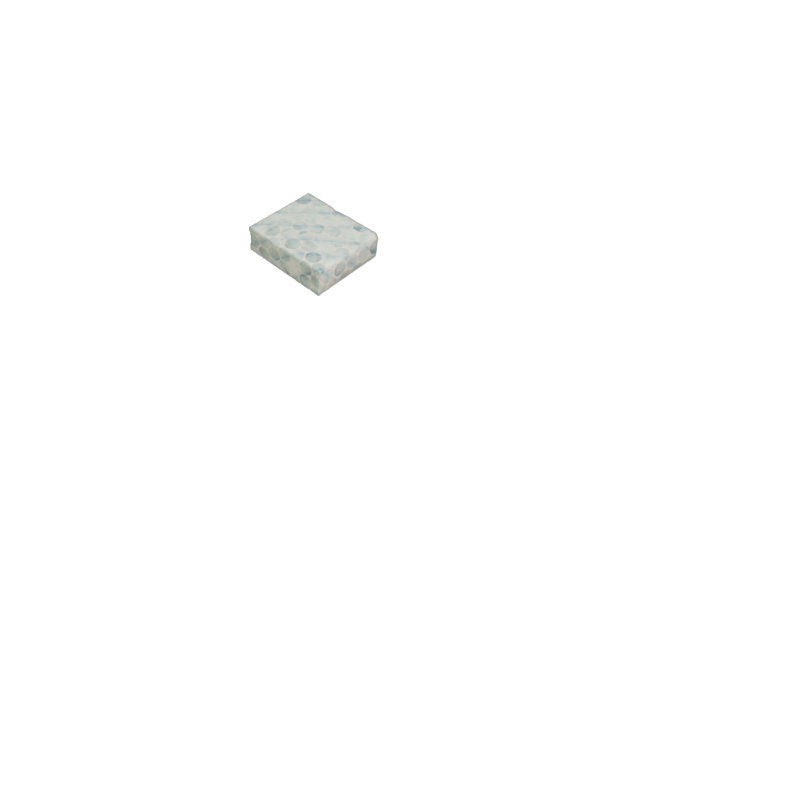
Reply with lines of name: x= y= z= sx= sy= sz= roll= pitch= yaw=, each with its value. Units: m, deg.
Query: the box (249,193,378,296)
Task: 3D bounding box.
box: x=-0.076 y=-0.138 z=0.967 sx=0.095 sy=0.028 sz=0.073 roll=34 pitch=52 yaw=30
